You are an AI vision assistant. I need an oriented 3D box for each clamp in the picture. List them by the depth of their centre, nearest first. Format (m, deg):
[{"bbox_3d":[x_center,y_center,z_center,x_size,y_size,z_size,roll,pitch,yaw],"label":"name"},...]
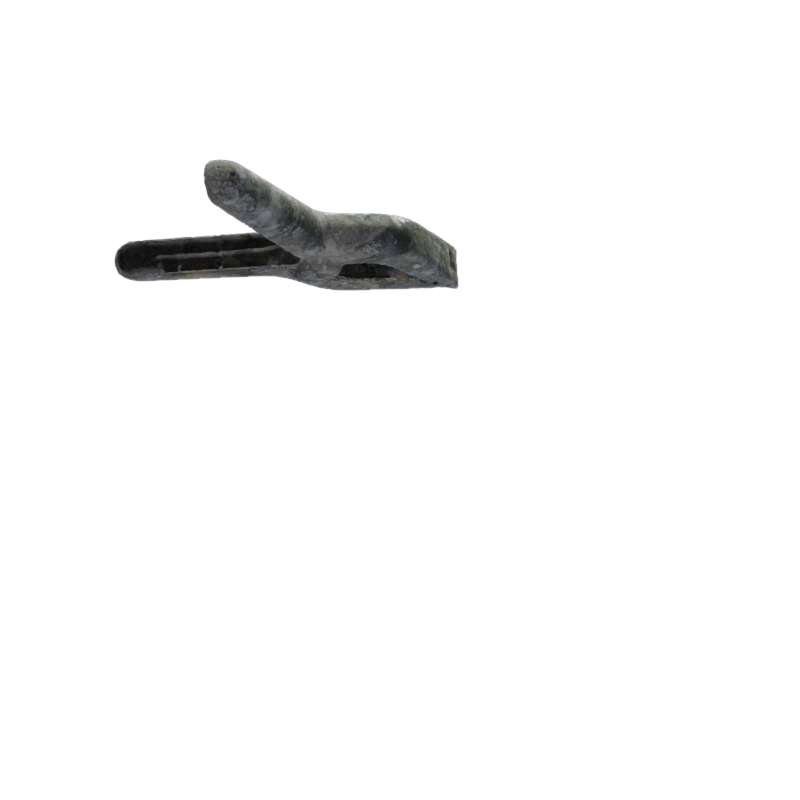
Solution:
[{"bbox_3d":[-0.052,-0.094,0.659,0.204,0.038,0.164,4,-12,-21],"label":"clamp"}]
